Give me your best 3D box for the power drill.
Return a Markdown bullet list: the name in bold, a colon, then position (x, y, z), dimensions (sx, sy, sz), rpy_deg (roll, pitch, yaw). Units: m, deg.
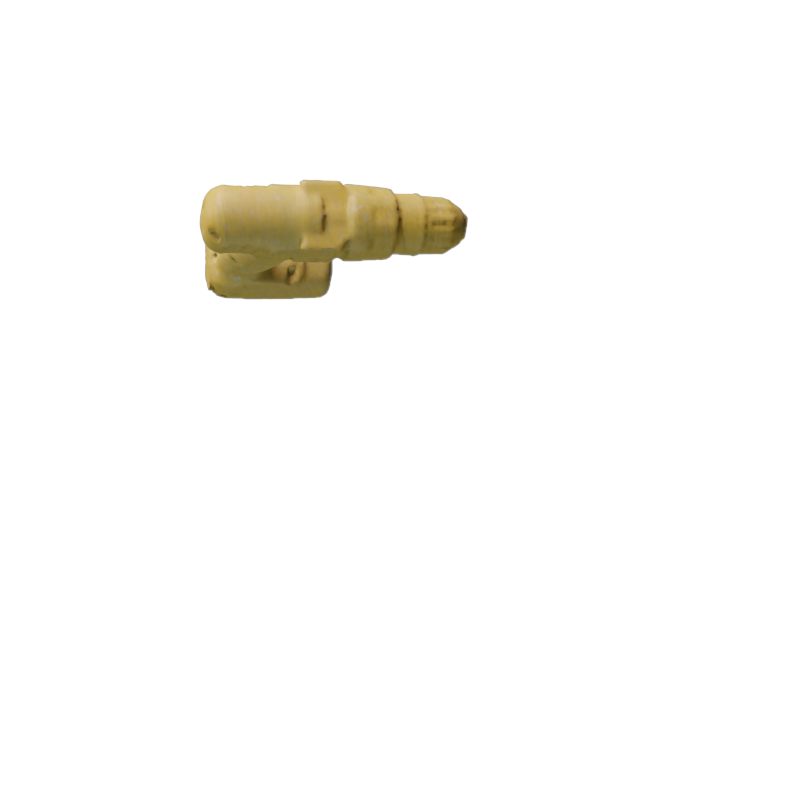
- **power drill**: position (-0.064, -0.116, 0.815), dimensions (0.181, 0.059, 0.187), rpy_deg (2, -7, -16)
